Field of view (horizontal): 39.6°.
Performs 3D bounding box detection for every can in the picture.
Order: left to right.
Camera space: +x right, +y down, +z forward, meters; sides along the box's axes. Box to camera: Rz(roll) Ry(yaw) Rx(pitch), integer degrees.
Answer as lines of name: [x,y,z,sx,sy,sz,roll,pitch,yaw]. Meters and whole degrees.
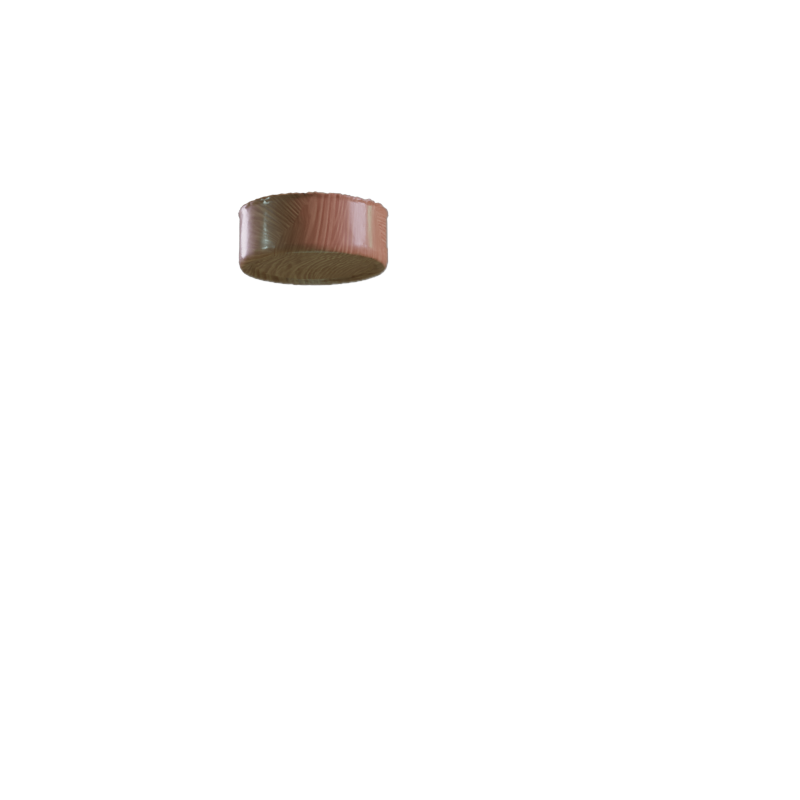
can: [-0.049,-0.090,0.629,0.086,0.034,0.084,0,-8,-2]
